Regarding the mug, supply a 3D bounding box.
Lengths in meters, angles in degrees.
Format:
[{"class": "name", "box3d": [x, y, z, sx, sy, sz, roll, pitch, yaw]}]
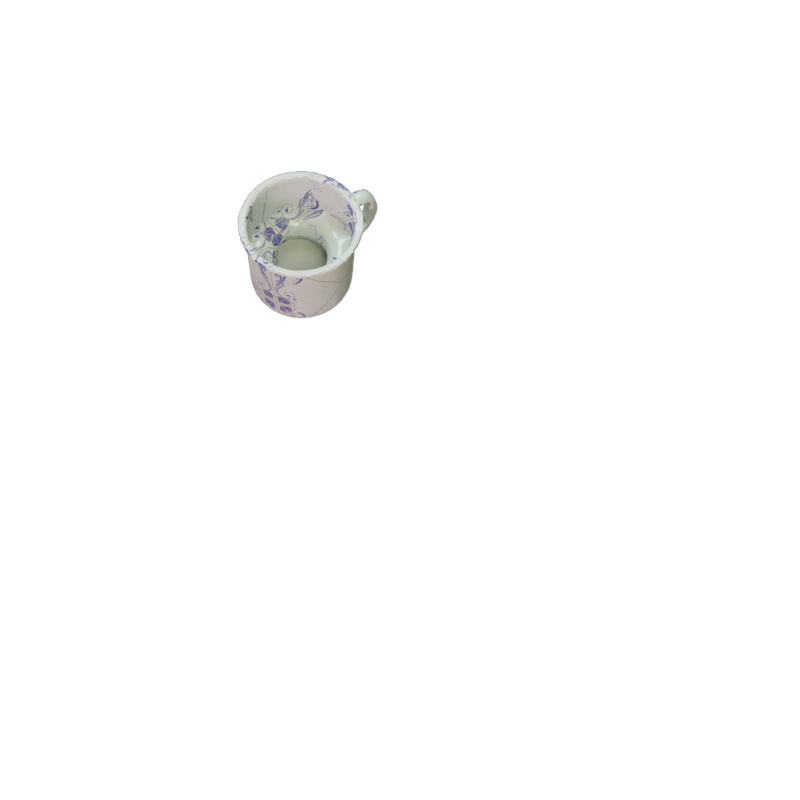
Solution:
[{"class": "mug", "box3d": [-0.067, -0.122, 0.855, 0.118, 0.098, 0.077, -36, -21, -19]}]
